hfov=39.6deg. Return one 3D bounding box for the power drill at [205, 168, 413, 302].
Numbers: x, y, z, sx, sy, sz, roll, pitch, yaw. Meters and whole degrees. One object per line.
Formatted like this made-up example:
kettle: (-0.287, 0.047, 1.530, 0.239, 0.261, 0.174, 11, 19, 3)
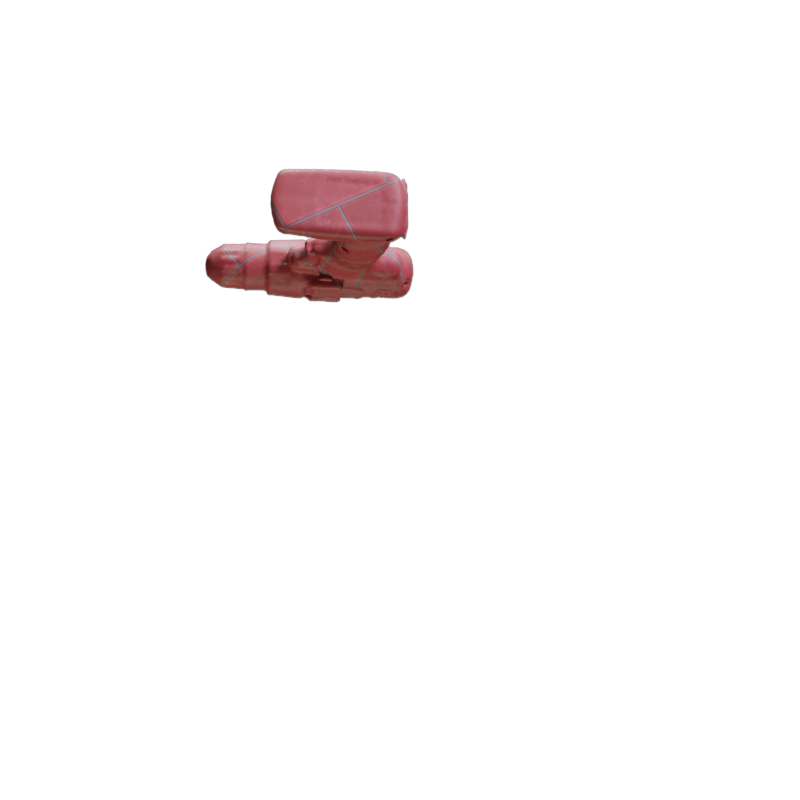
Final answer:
power drill: (-0.072, -0.132, 0.923, 0.183, 0.060, 0.182, 1, -12, -5)
